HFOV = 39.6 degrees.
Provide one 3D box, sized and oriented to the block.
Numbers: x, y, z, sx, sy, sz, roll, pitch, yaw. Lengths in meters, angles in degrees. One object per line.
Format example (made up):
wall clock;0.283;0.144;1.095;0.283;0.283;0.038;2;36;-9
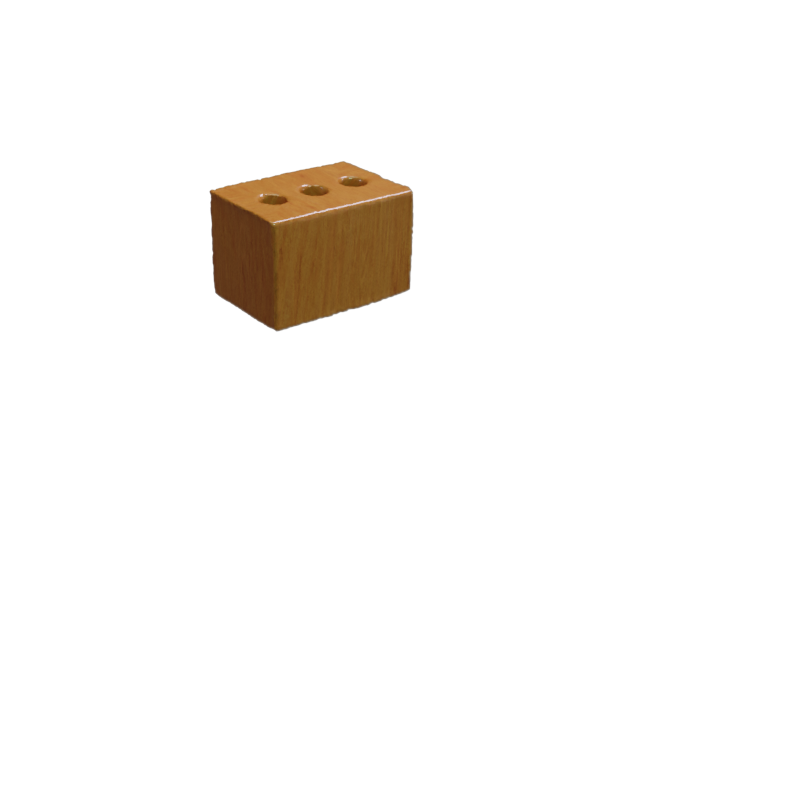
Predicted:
block;-0.039;-0.071;0.501;0.077;0.049;0.056;-19;32;-34
